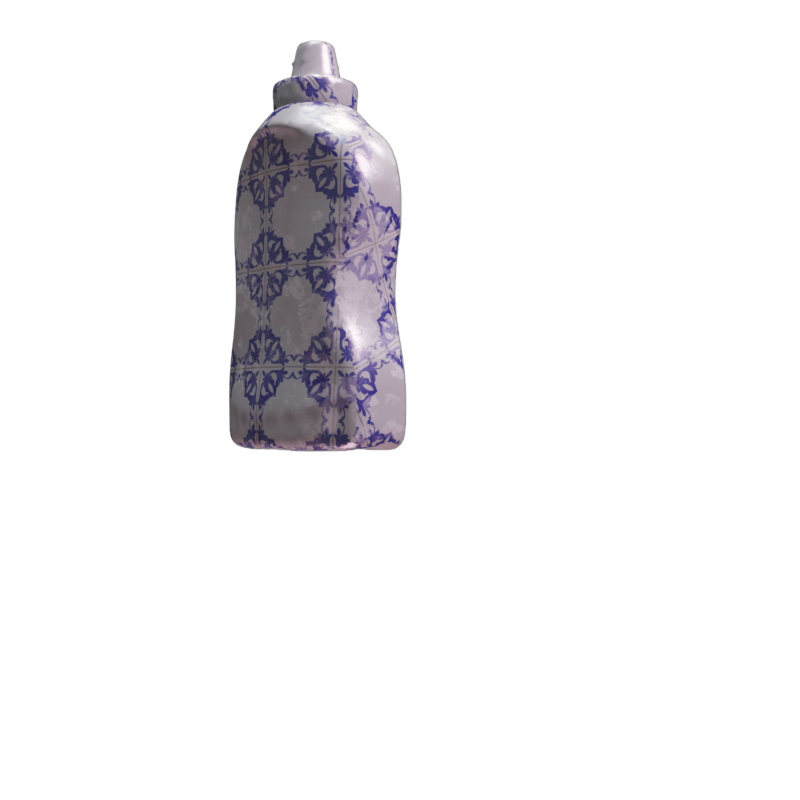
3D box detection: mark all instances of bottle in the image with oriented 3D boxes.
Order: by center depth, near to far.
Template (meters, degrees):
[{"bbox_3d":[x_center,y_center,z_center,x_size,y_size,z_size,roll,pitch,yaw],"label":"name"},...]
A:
[{"bbox_3d":[-0.040,-0.074,0.520,0.056,0.196,0.098,6,-9,-39],"label":"bottle"}]
